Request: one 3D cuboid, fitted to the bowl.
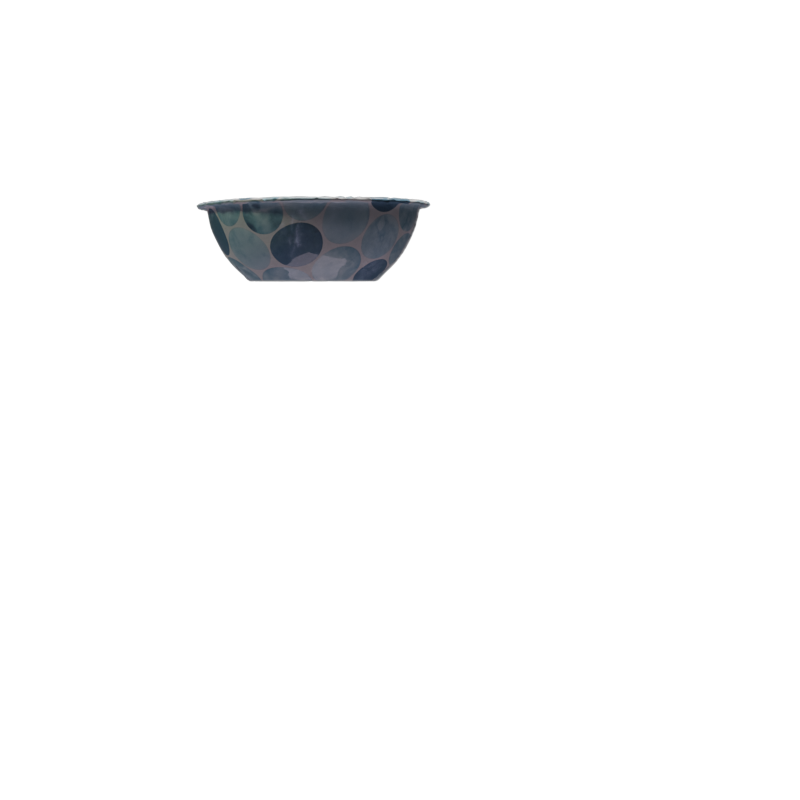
[{"bbox_3d":[-0.060,-0.110,0.771,0.162,0.055,0.163,0,6,-2],"label":"bowl"}]
